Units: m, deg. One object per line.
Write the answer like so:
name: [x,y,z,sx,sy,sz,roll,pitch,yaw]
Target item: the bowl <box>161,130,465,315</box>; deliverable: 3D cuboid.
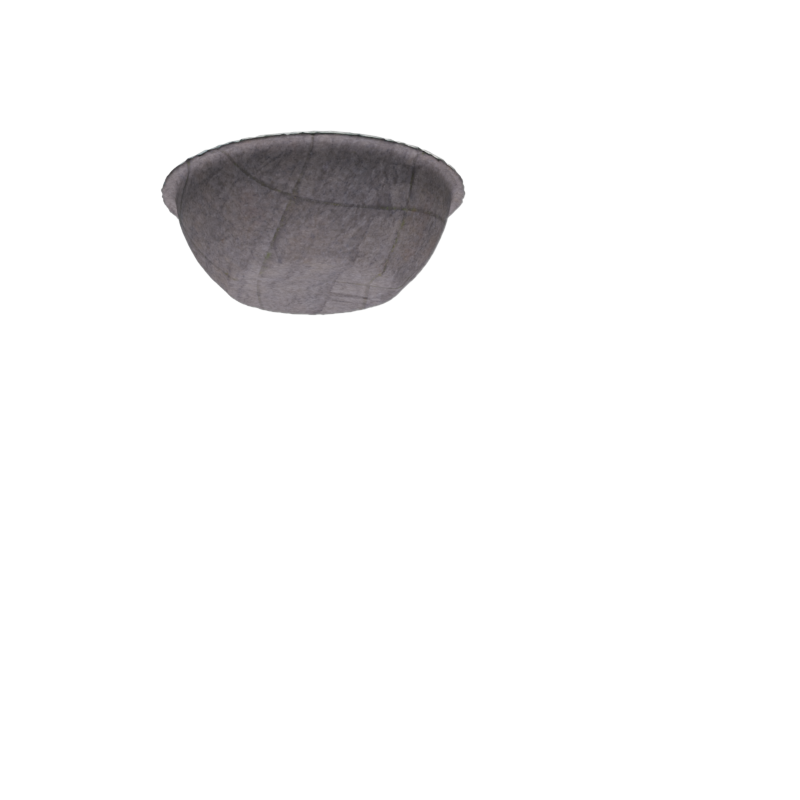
bowl: [-0.046,-0.084,0.587,0.162,0.057,0.156,0,-14,-2]
